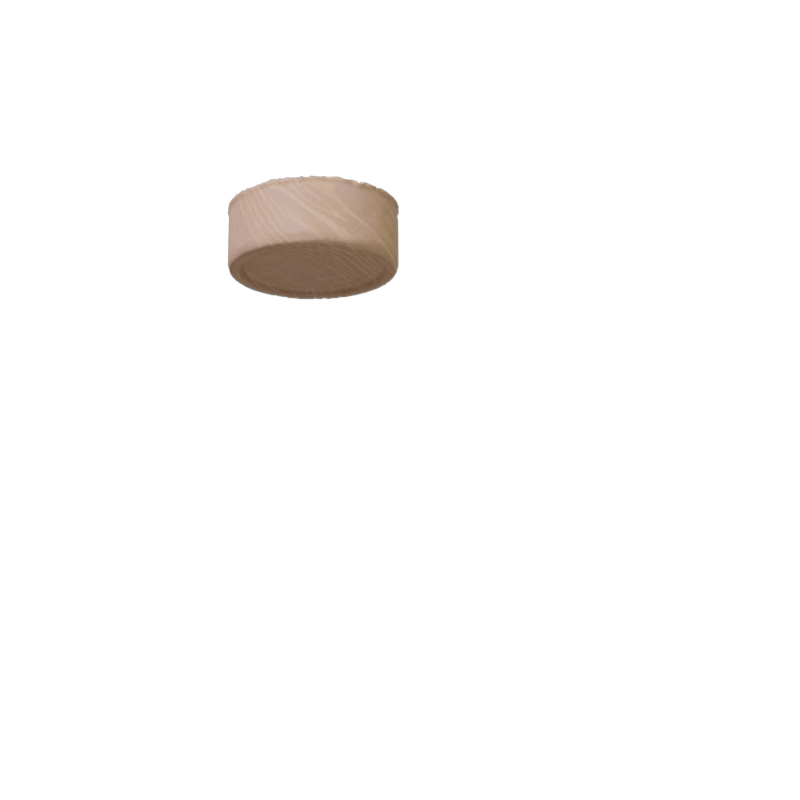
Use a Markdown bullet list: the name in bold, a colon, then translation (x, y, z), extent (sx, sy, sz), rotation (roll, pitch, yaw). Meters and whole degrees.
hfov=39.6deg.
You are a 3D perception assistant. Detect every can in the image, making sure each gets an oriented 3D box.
- **can**: translation (-0.043, -0.079, 0.550), extent (0.086, 0.035, 0.082), rotation (0, -15, -2)
